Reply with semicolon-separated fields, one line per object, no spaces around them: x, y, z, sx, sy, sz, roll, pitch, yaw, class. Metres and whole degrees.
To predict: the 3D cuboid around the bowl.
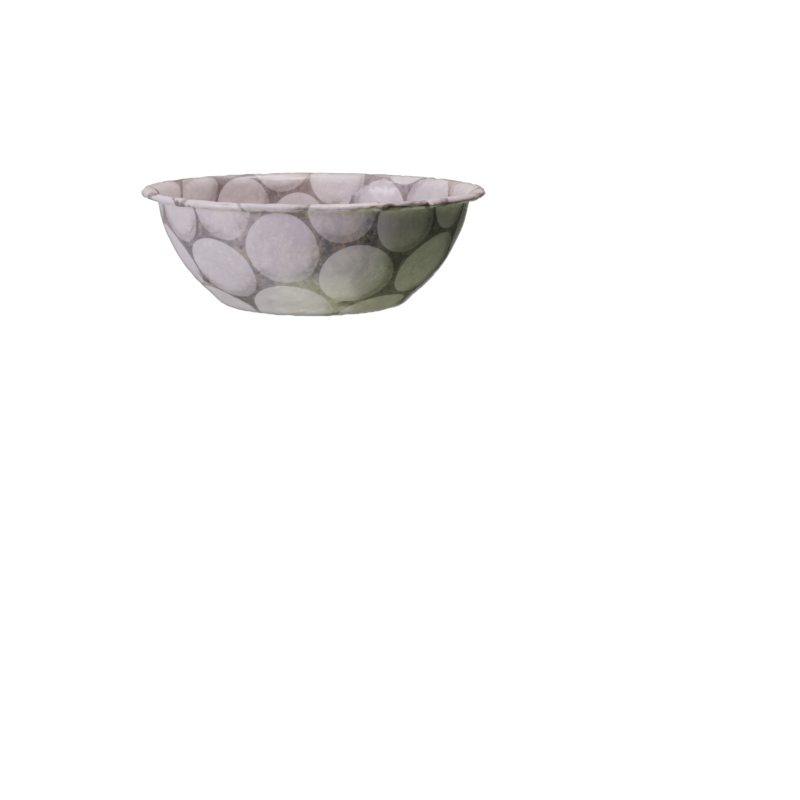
-0.041;-0.076;0.530;0.162;0.054;0.167;0;15;-2;bowl
